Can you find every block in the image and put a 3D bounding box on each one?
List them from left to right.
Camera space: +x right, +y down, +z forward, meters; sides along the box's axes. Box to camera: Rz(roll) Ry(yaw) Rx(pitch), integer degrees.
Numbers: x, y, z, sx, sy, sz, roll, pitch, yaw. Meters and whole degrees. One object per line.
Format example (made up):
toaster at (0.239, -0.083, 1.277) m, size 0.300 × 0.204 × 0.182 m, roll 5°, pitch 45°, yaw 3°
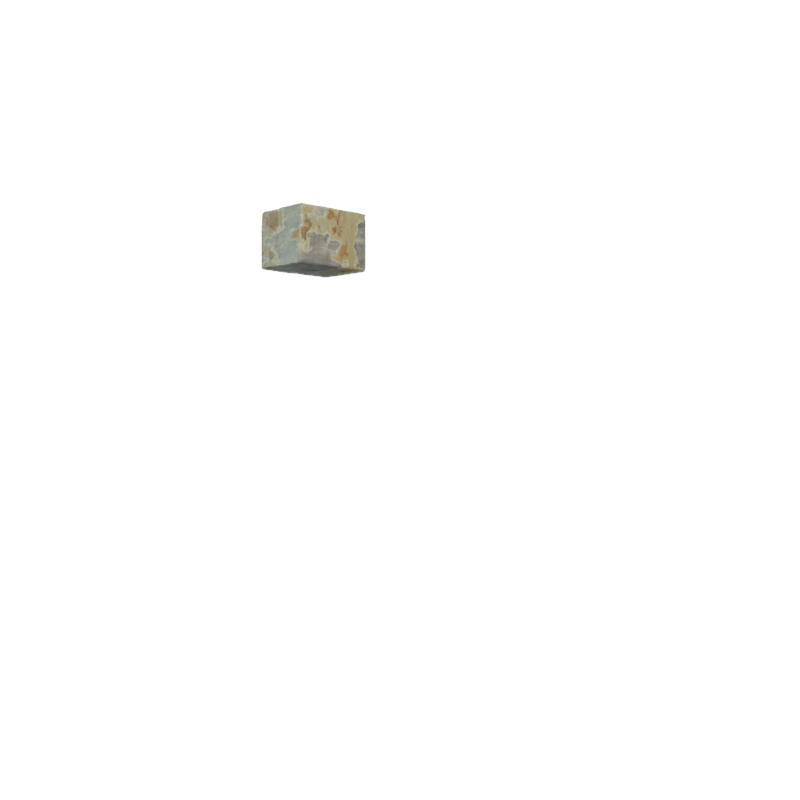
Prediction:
block at (-0.075, -0.137, 0.958) m, size 0.074 × 0.052 × 0.054 m, roll 4°, pitch -7°, yaw -44°
